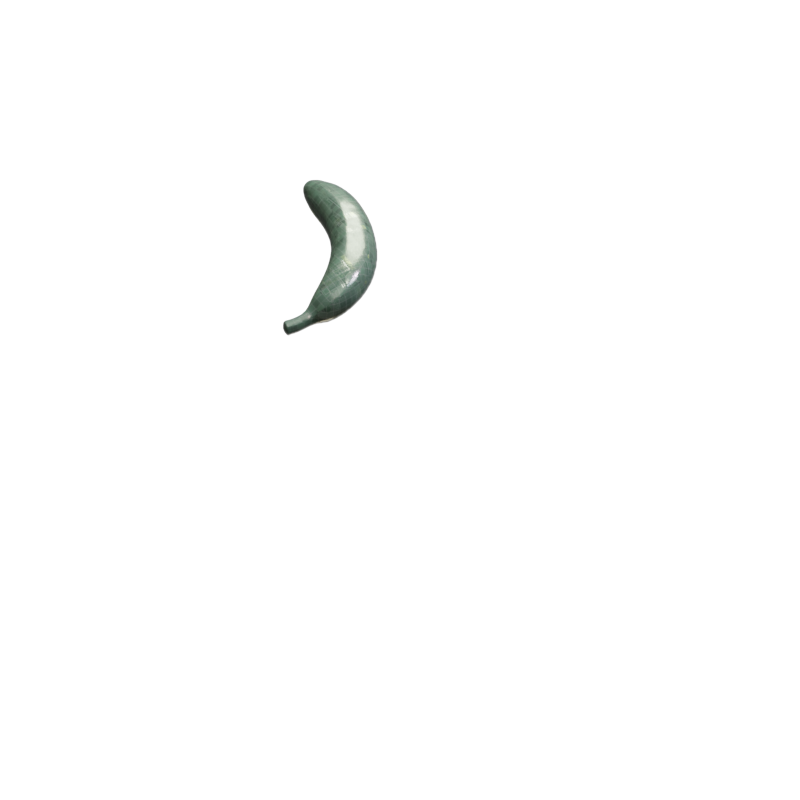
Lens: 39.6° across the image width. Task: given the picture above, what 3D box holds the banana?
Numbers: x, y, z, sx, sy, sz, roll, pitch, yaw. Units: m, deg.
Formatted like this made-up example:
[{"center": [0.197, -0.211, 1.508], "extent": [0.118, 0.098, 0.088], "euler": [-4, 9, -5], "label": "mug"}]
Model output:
[{"center": [-0.053, -0.127, 0.911], "extent": [0.070, 0.034, 0.211], "euler": [1, 41, 1], "label": "banana"}]
